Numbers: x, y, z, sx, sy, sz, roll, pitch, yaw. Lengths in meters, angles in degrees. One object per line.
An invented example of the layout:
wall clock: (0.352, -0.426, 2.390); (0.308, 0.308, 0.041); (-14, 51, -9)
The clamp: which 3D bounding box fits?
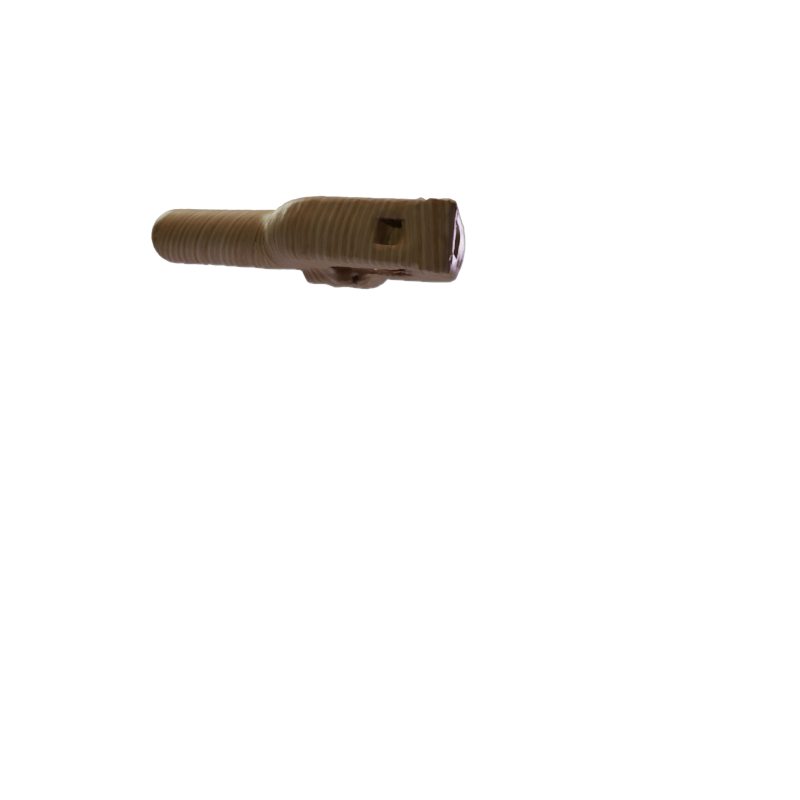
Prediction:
clamp: (-0.036, -0.066, 0.466); (0.117, 0.039, 0.174); (0, 2, -19)
